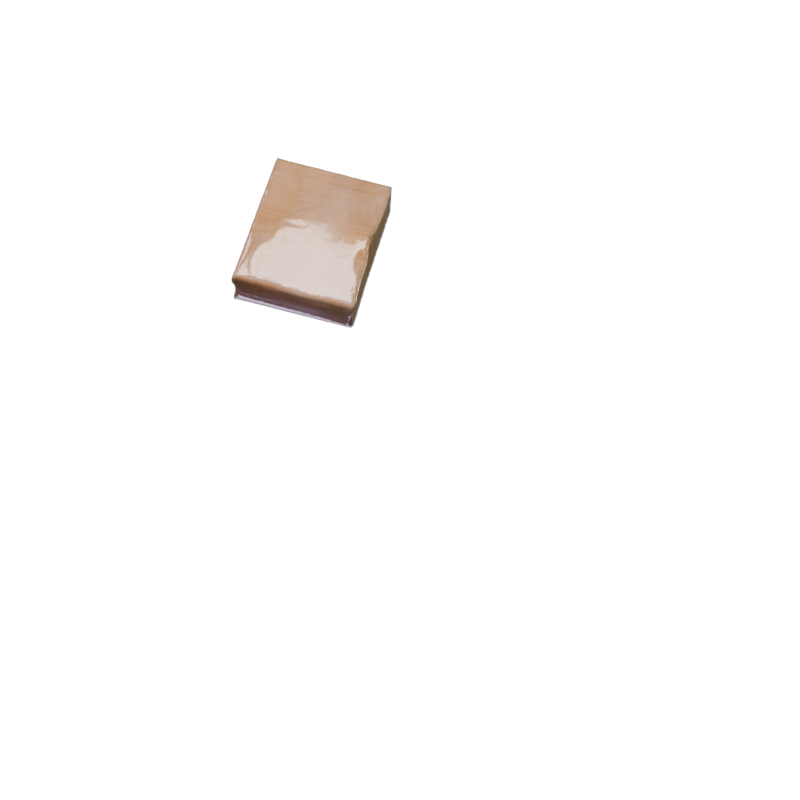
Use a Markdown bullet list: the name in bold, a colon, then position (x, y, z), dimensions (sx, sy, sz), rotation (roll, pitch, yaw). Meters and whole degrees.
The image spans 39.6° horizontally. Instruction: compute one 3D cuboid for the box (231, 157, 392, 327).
- **box**: position (-0.051, -0.093, 0.652), dimensions (0.074, 0.093, 0.028), rotation (14, -28, 7)
